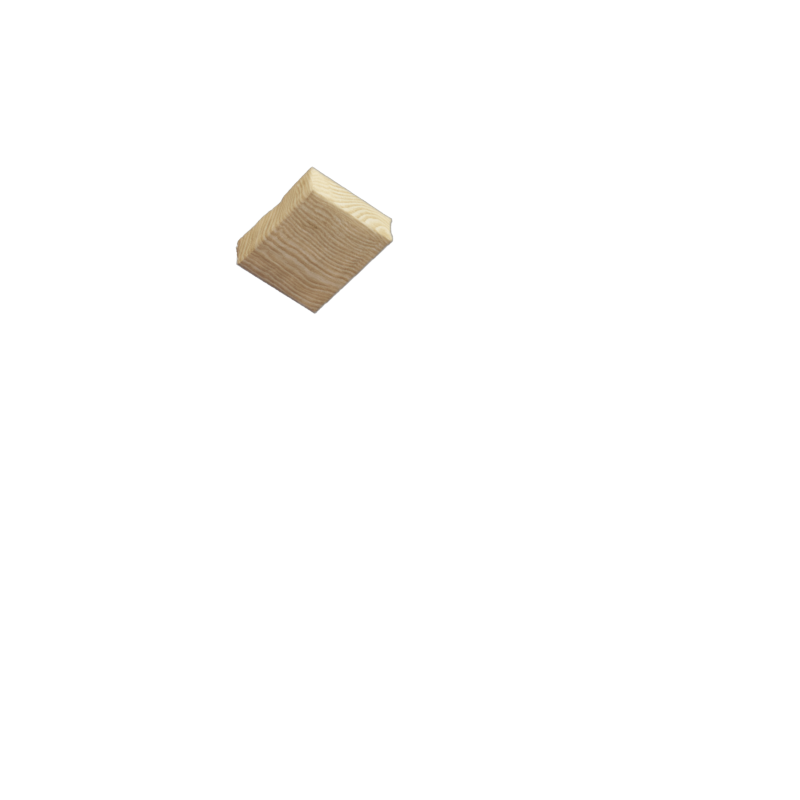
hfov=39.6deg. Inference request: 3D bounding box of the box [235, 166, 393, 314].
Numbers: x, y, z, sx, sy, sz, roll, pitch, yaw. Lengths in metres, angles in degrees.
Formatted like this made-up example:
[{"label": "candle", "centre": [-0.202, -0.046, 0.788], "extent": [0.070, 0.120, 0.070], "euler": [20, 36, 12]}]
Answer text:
[{"label": "box", "centre": [-0.061, -0.111, 0.777], "extent": [0.069, 0.032, 0.088], "euler": [32, -56, -26]}]
